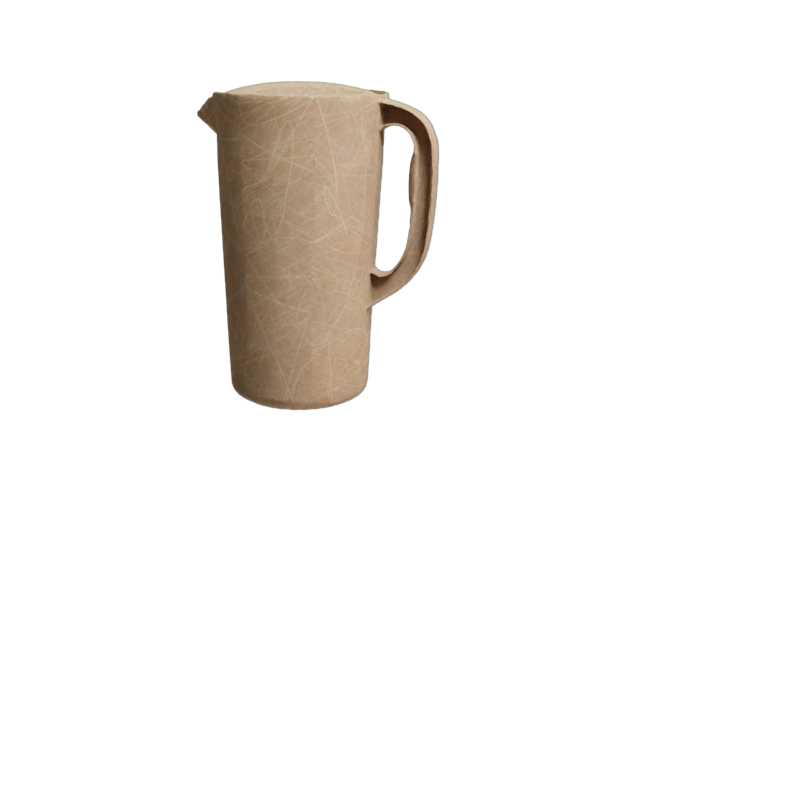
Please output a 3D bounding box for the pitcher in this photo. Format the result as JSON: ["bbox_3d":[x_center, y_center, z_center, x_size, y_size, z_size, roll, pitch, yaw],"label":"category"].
[{"bbox_3d":[-0.066,-0.121,0.849,0.141,0.236,0.158,-7,15,-30],"label":"pitcher"}]
